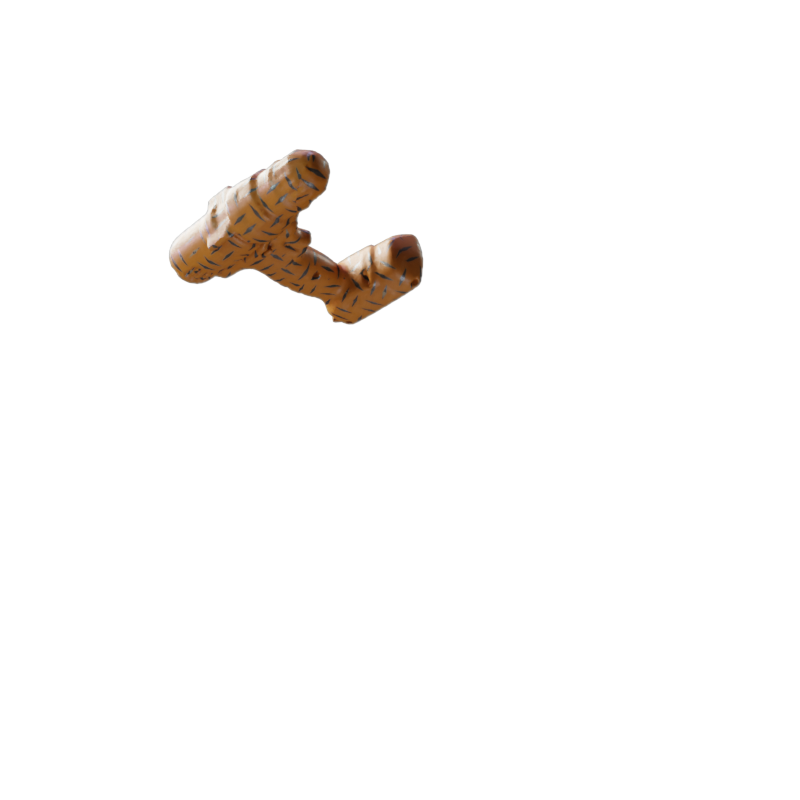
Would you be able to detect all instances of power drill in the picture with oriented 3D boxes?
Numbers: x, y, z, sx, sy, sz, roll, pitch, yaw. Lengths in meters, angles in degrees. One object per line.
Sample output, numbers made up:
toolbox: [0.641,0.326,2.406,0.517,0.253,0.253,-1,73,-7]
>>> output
power drill: [-0.072,-0.132,0.923,0.177,0.061,0.184,20,-32,-37]
